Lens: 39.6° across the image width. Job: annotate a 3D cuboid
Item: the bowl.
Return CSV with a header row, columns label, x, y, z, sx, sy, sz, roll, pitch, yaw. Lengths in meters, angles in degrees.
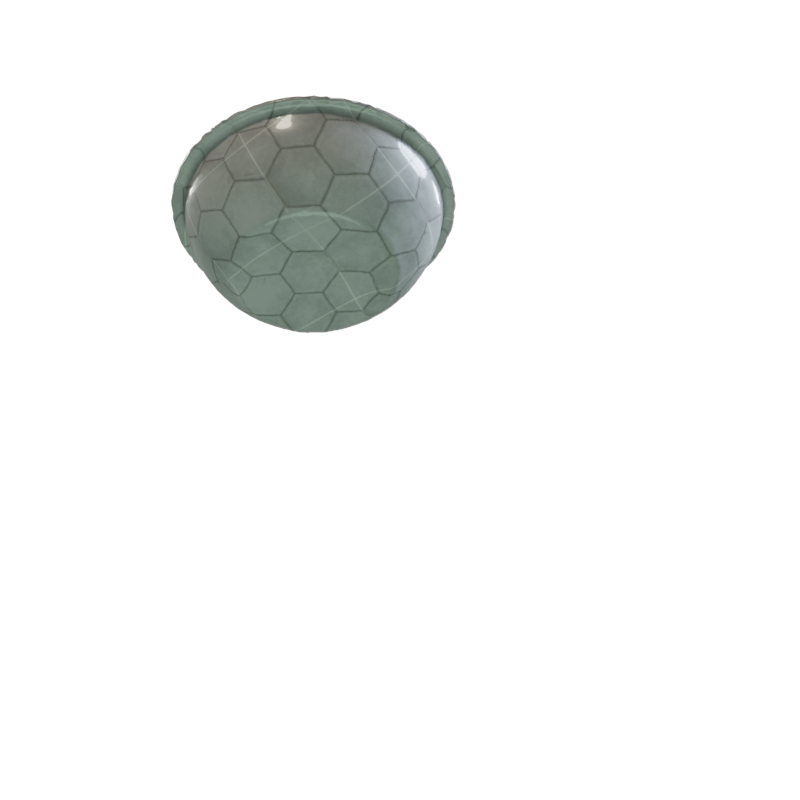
label,x,y,z,sx,sy,sz,roll,pitch,yaw
bowl,-0.048,-0.088,0.615,0.162,0.059,0.151,1,-44,-1
